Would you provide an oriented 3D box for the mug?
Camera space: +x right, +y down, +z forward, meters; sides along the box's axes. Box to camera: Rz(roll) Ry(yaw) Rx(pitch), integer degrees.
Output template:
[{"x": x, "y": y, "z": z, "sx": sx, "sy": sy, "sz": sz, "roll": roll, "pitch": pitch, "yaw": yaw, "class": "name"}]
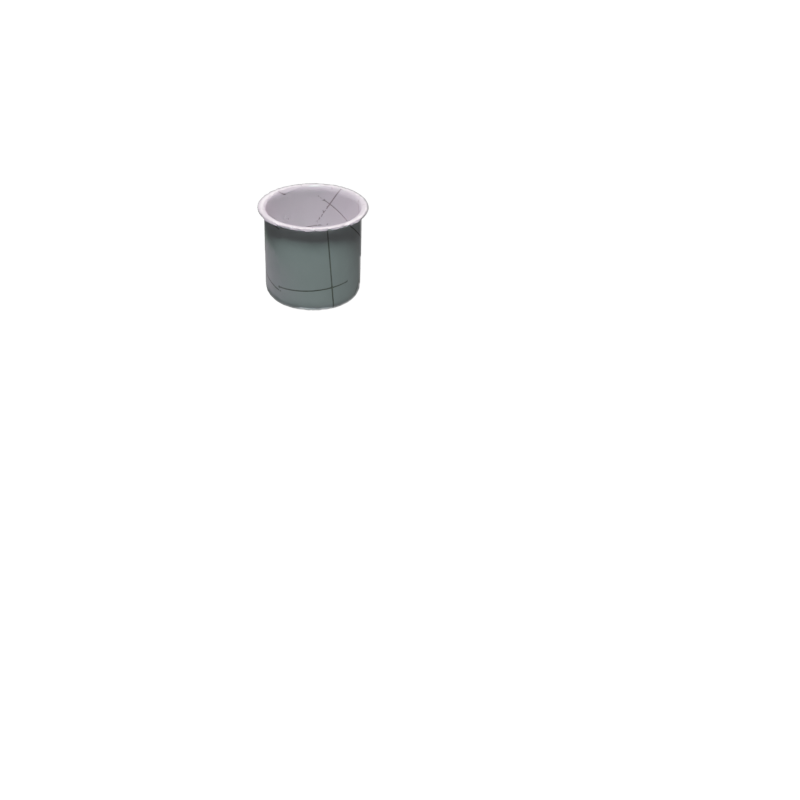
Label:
[{"x": -0.075, "y": -0.136, "z": 0.954, "sx": 0.093, "sy": 0.077, "sz": 0.124, "roll": 0, "pitch": 32, "yaw": -2, "class": "mug"}]
